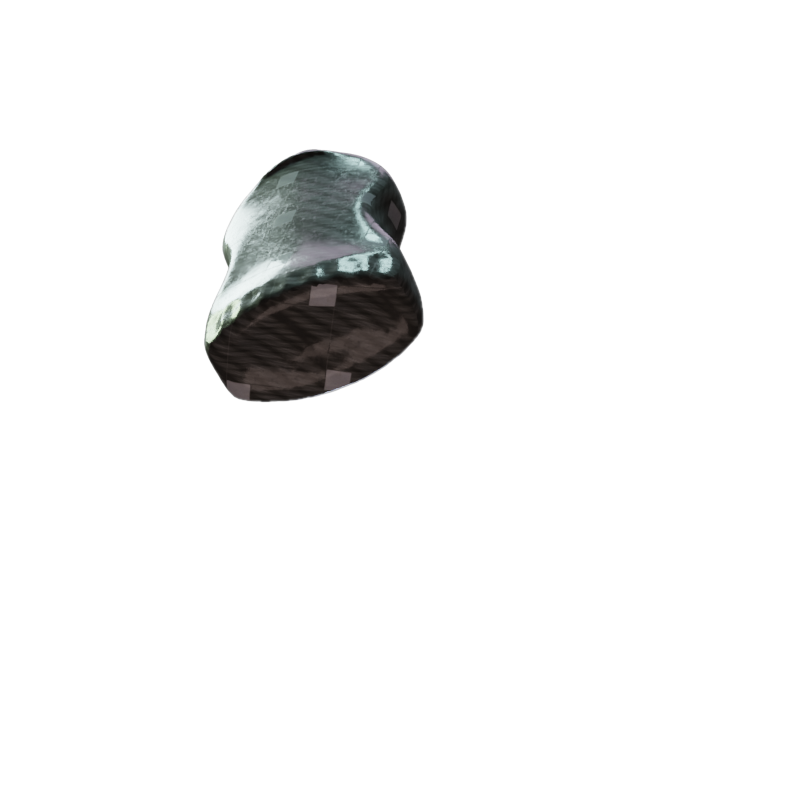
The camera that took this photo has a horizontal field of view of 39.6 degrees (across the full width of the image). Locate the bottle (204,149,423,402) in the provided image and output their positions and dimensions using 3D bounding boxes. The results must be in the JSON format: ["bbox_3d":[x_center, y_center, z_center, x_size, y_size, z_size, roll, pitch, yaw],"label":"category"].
[{"bbox_3d":[-0.044,-0.080,0.562,0.096,0.054,0.204,-22,32,10],"label":"bottle"}]
